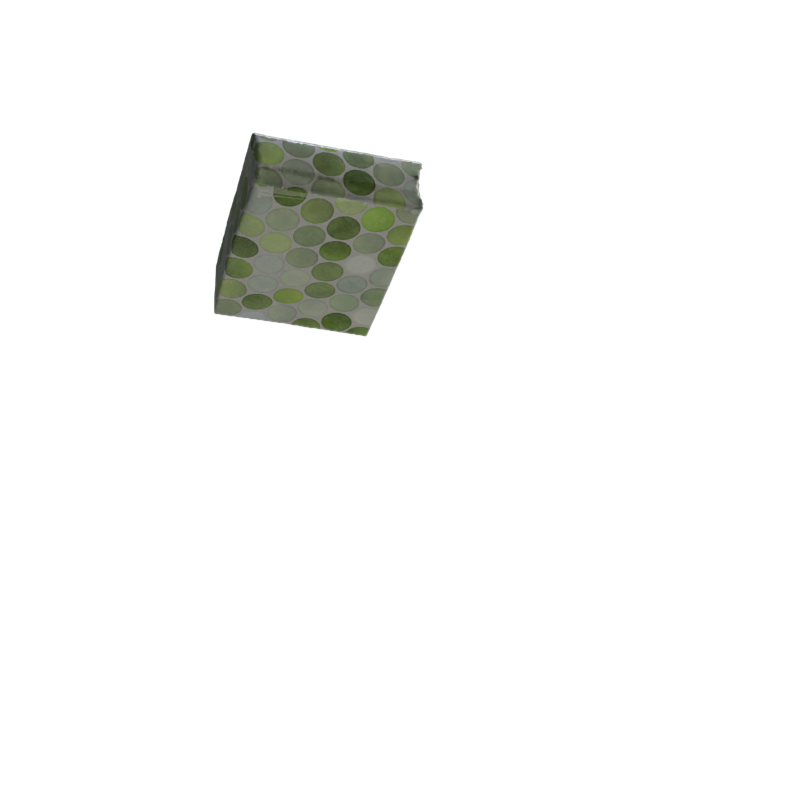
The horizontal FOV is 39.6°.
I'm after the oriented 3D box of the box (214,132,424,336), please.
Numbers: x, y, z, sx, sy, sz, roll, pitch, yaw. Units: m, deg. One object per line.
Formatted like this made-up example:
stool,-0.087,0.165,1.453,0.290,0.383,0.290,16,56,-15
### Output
box,-0.046,-0.084,0.589,0.088,0.042,0.108,9,-35,-13
